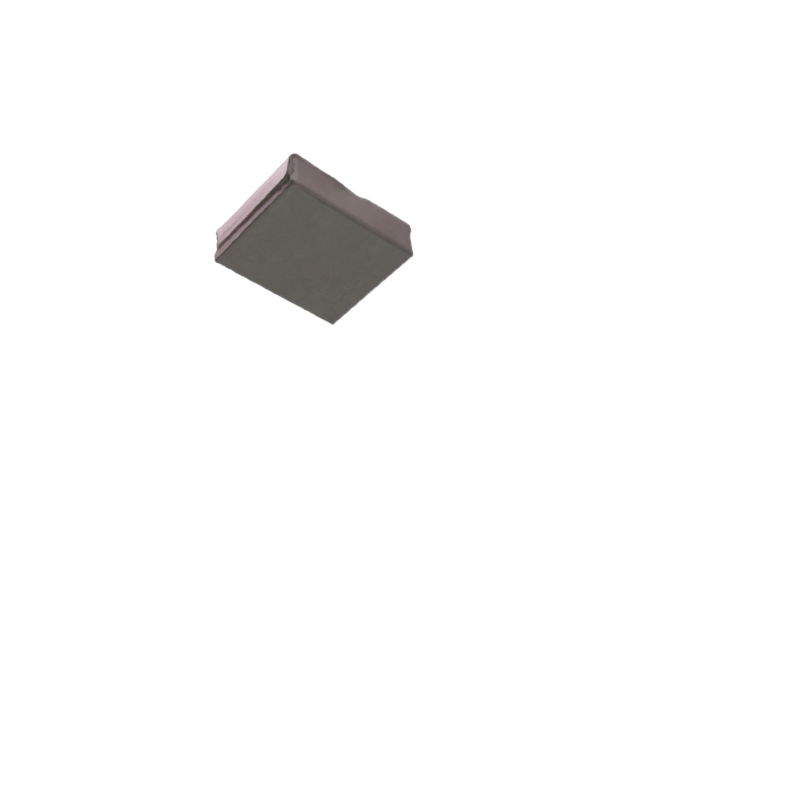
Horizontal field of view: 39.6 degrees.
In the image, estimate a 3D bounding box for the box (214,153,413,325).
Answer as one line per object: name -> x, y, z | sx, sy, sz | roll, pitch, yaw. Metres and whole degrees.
box -> -0.049, -0.090, 0.630 | 0.085, 0.032, 0.072 | 29, -52, -27
